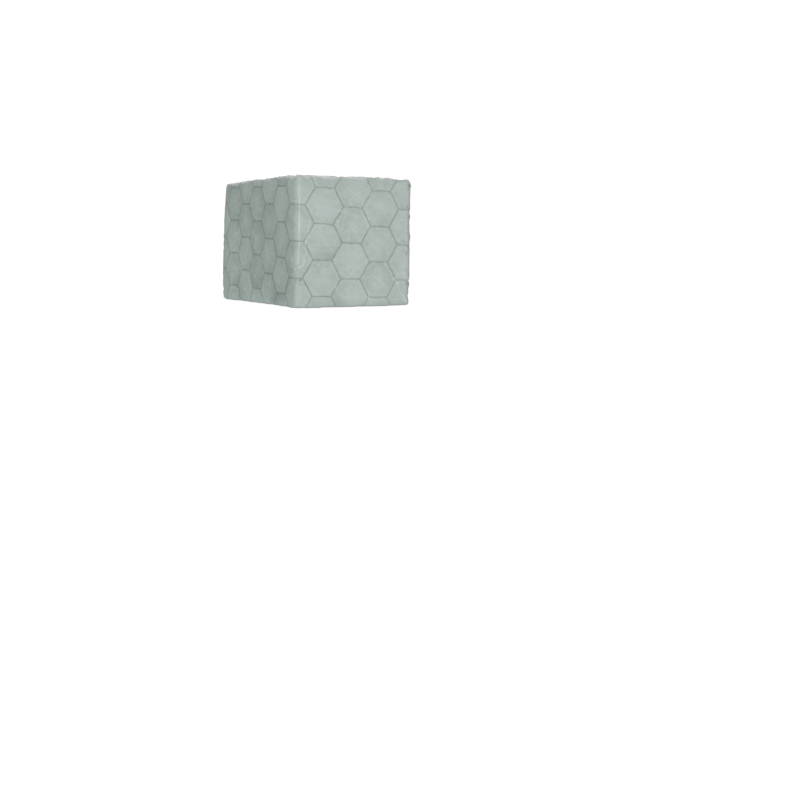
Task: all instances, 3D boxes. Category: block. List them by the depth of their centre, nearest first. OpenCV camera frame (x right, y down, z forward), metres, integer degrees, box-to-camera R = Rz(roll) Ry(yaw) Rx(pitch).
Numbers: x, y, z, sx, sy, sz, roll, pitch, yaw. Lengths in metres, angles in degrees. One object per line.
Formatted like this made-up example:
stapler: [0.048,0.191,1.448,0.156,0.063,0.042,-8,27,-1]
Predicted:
block: [-0.036,-0.066,0.466,0.051,0.051,0.081,-2,6,-29]
